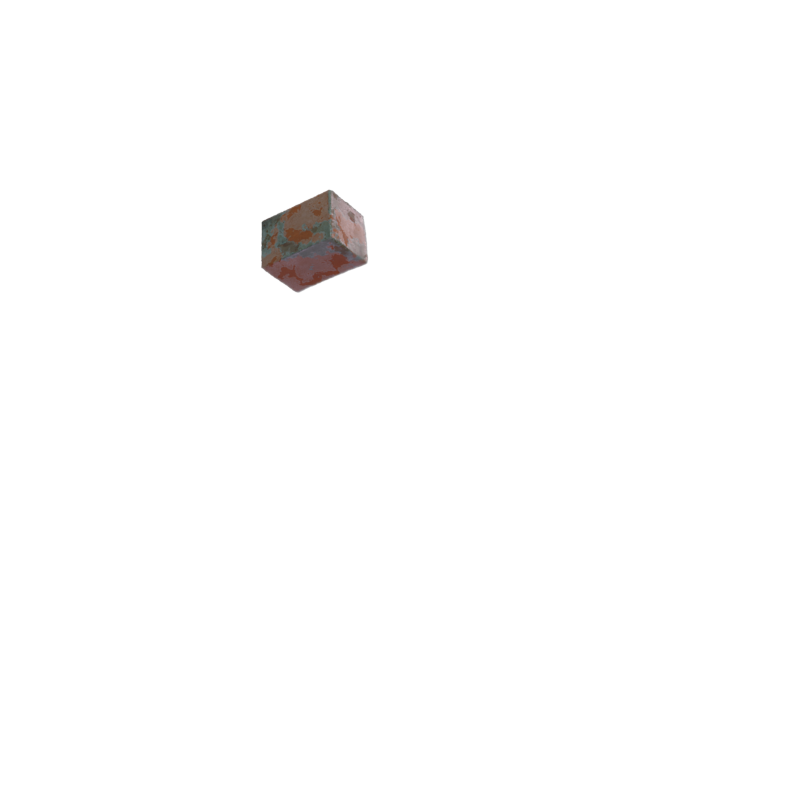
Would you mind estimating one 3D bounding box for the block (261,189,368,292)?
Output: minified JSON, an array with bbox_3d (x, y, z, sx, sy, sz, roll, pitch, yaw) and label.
[{"bbox_3d":[-0.074,-0.136,0.951,0.079,0.055,0.049,-20,-35,29],"label":"block"}]
